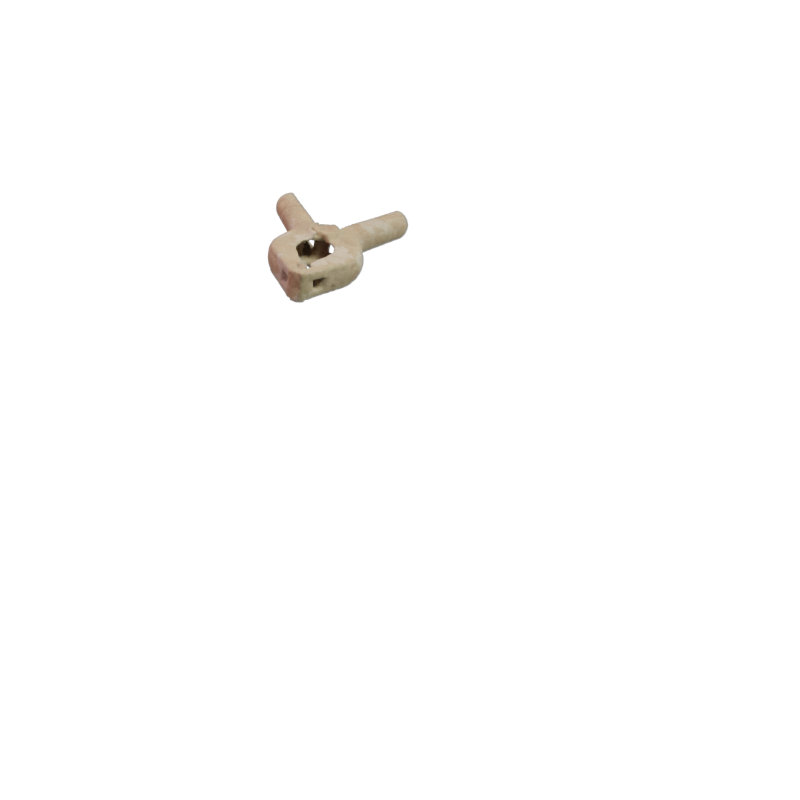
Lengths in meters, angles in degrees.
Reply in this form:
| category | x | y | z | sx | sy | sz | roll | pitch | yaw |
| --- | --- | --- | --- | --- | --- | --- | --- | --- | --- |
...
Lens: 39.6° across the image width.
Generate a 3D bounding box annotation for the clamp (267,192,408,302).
| category | x | y | z | sx | sy | sz | roll | pitch | yaw |
| --- | --- | --- | --- | --- | --- | --- | --- | --- | --- |
| clamp | -0.074 | -0.135 | 0.946 | 0.124 | 0.037 | 0.175 | 10 | 29 | 18 |
